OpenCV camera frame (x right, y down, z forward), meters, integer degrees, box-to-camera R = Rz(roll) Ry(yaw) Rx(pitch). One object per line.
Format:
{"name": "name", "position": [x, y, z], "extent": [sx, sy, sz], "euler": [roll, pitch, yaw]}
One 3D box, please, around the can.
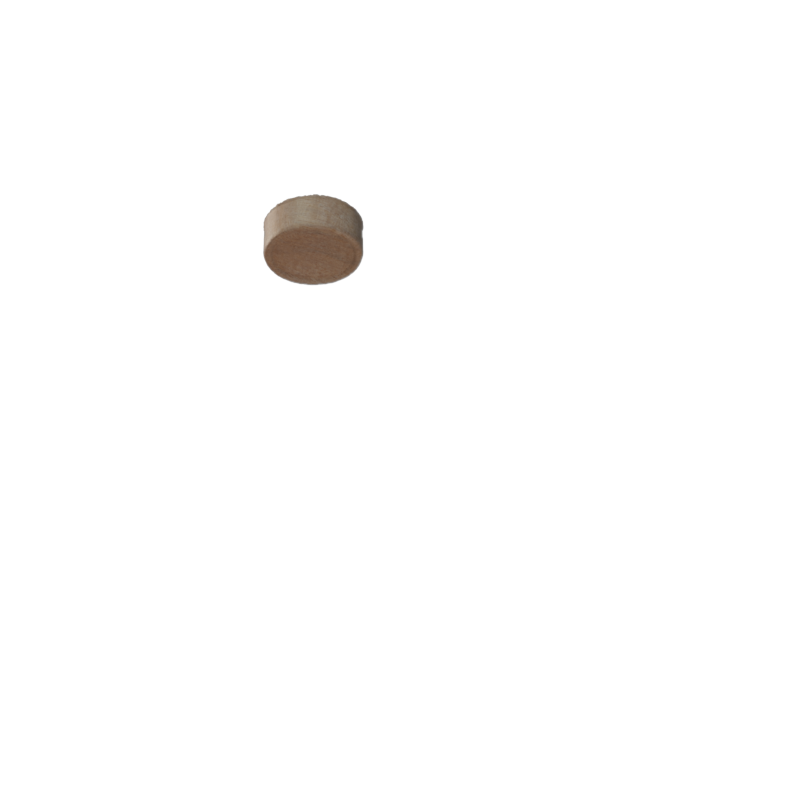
{"name": "can", "position": [-0.074, -0.134, 0.941], "extent": [0.086, 0.036, 0.080], "euler": [1, -33, -2]}
